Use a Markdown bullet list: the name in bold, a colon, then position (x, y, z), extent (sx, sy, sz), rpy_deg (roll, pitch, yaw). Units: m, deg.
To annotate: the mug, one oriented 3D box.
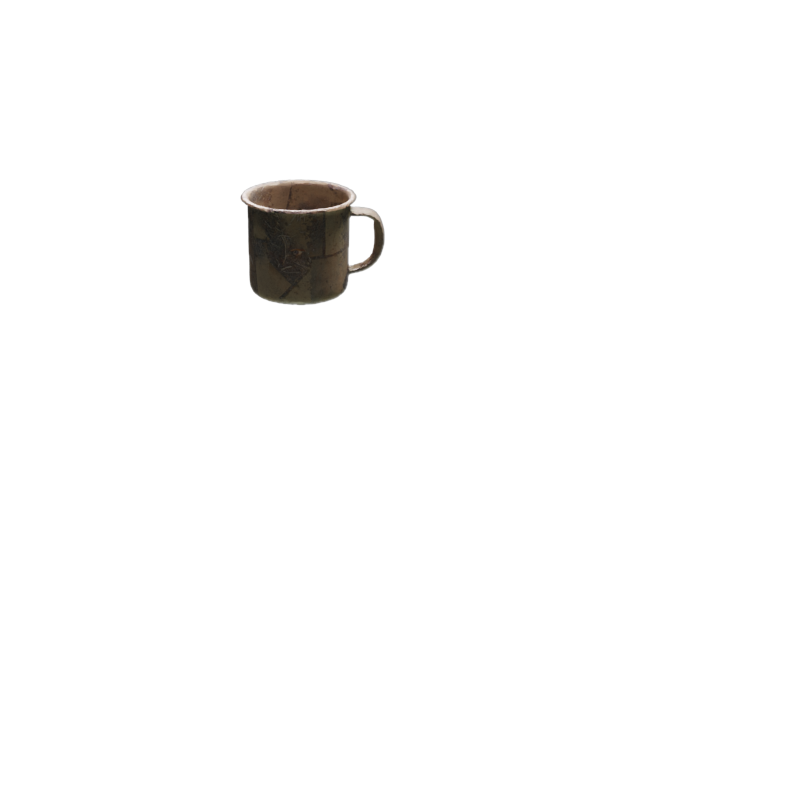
- **mug**: position (-0.071, -0.129, 0.904), extent (0.116, 0.078, 0.099), rpy_deg (-4, 24, -9)
